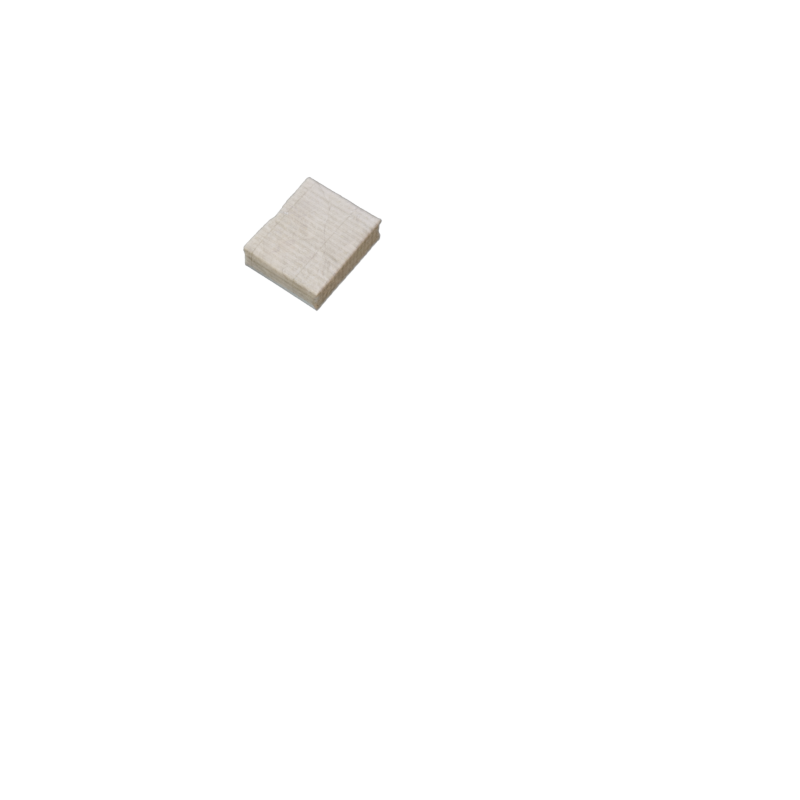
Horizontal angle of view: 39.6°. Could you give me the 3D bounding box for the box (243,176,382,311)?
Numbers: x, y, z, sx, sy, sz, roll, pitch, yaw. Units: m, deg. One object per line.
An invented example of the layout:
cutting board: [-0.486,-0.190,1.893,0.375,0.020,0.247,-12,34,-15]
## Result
box: [-0.069,-0.125,0.877,0.076,0.091,0.028,32,-26,17]
